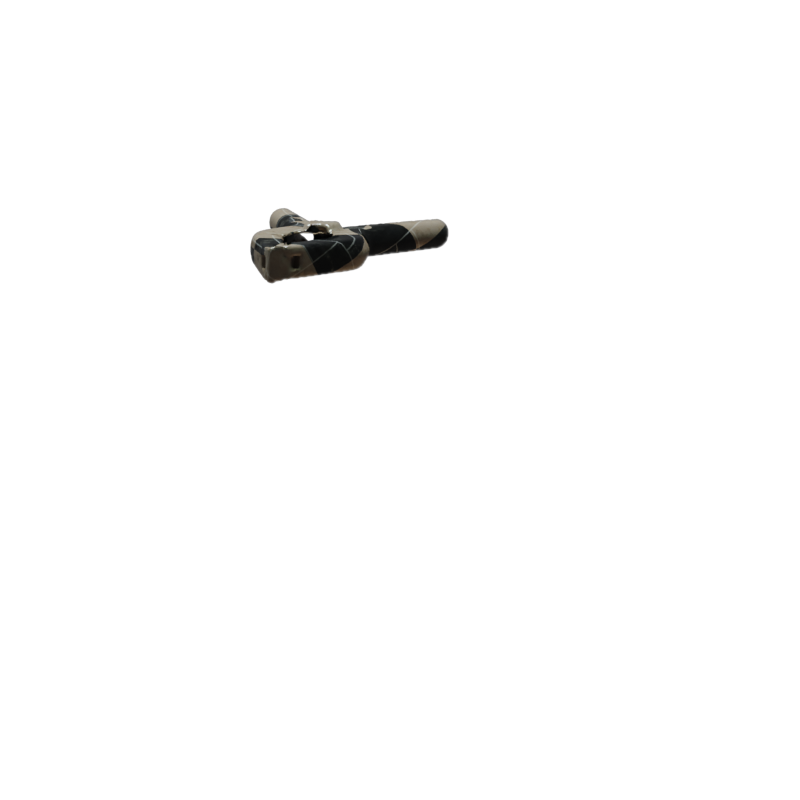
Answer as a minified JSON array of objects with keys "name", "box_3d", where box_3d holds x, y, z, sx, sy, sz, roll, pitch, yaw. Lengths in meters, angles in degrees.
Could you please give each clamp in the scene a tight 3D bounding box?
[{"name":"clamp","box_3d":[-0.071,-0.130,0.911,0.171,0.035,0.209,8,19,24]}]
